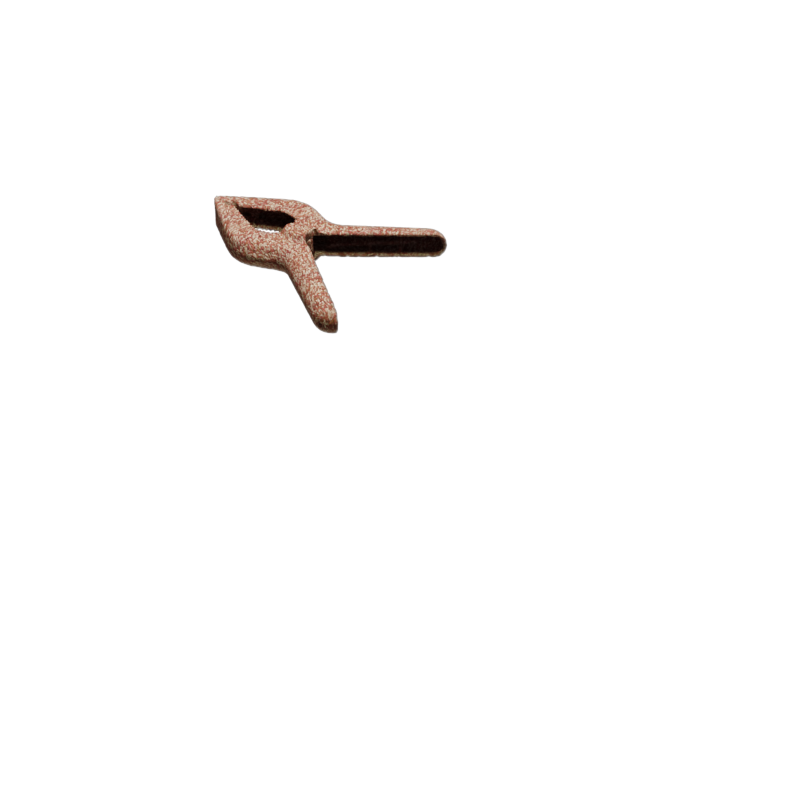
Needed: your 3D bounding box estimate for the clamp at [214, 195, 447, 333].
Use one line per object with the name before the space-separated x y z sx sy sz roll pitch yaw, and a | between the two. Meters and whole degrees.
clamp | -0.076 -0.139 0.973 0.224 0.034 0.164 31 46 35
